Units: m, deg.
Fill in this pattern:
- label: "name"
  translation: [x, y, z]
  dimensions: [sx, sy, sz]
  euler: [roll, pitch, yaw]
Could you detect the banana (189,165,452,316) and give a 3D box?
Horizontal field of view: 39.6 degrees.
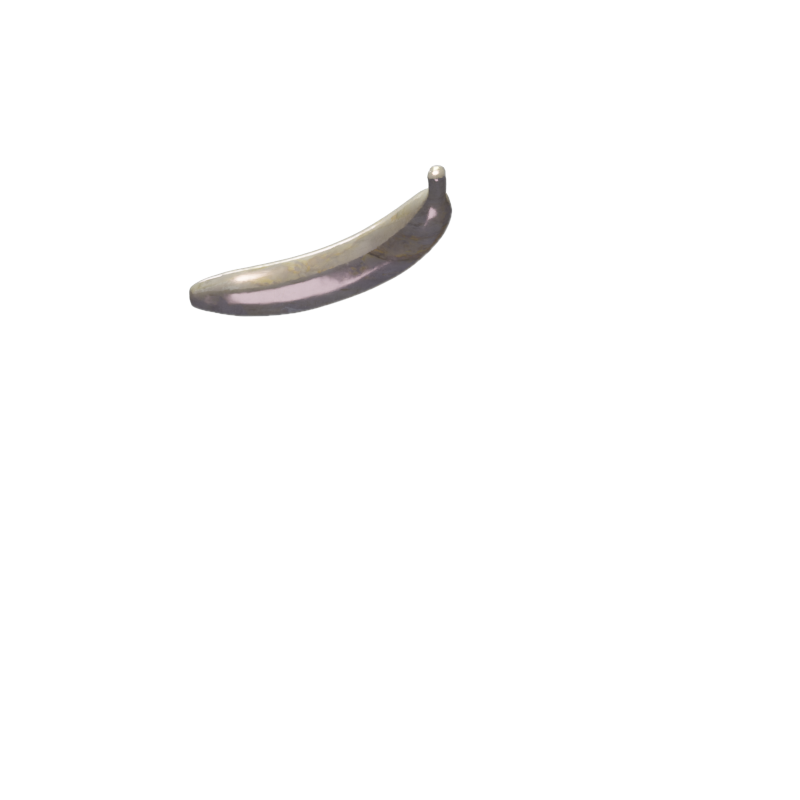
- label: "banana"
  translation: [-0.042, -0.093, 0.713]
  dimensions: [0.198, 0.039, 0.064]
  euler: [-24, -47, 24]
